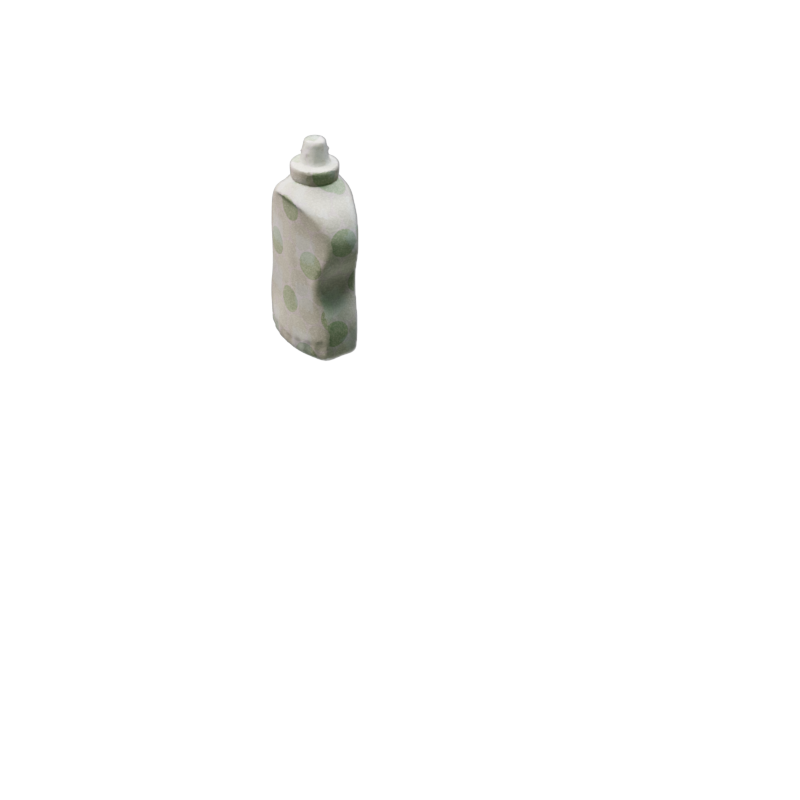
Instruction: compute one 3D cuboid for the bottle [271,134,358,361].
[{"bbox_3d":[-0.074,-0.135,0.945,0.057,0.180,0.103,-17,37,-28],"label":"bottle"}]
